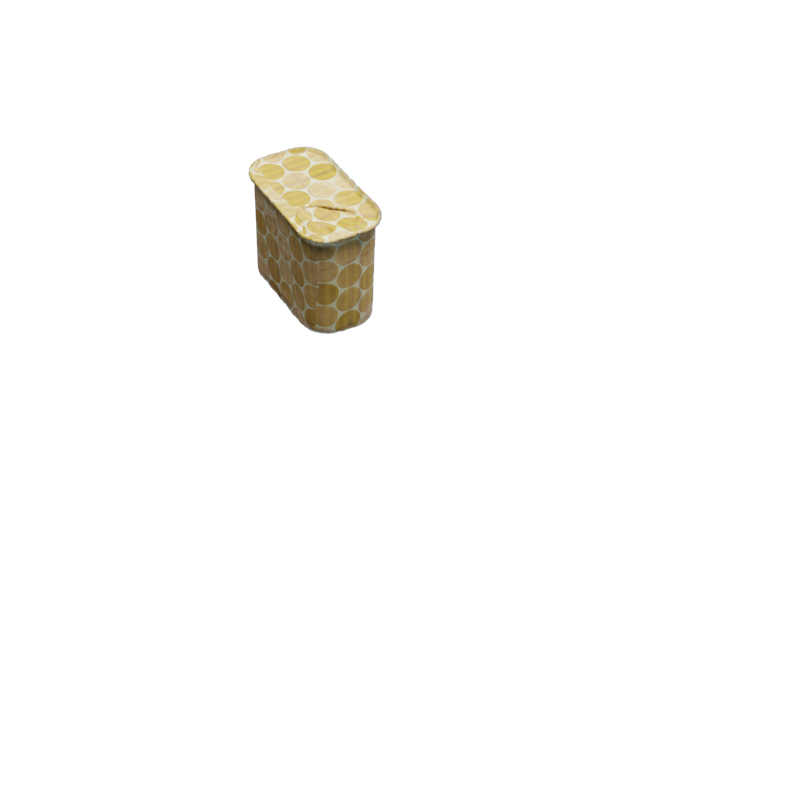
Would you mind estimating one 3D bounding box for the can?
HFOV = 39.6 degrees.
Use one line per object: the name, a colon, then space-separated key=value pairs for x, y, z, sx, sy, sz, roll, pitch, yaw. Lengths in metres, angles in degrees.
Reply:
can: x=-0.057 y=-0.105 z=0.735 sx=0.057 sy=0.078 sz=0.110 roll=-20 pitch=46 yaw=-23
